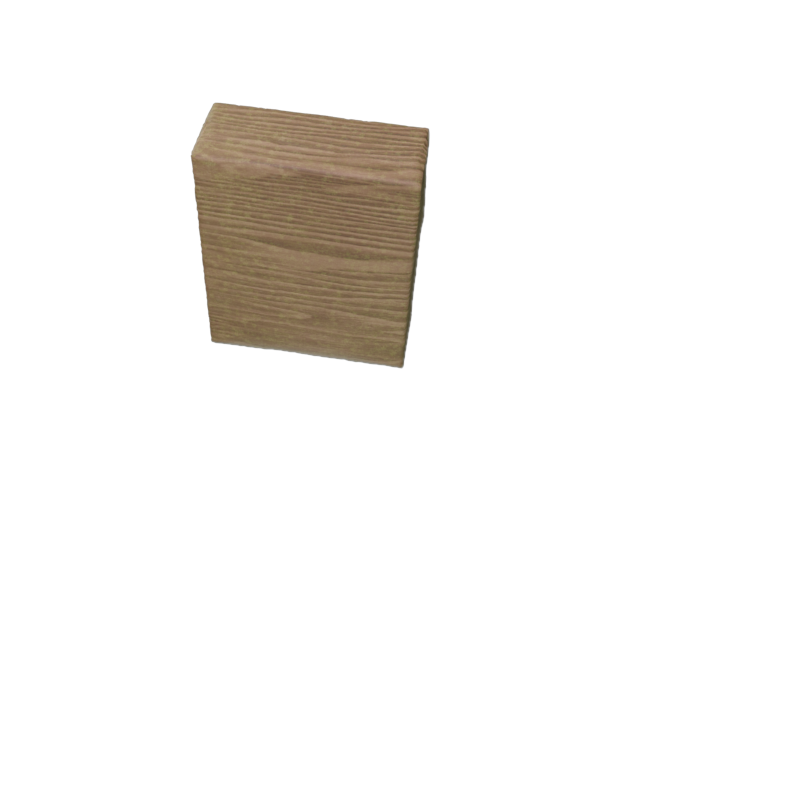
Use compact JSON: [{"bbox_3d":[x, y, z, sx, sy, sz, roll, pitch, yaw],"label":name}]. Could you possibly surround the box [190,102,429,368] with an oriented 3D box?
[{"bbox_3d":[-0.067,-0.122,0.858,0.166,0.076,0.199,9,-39,5],"label":"box"}]
